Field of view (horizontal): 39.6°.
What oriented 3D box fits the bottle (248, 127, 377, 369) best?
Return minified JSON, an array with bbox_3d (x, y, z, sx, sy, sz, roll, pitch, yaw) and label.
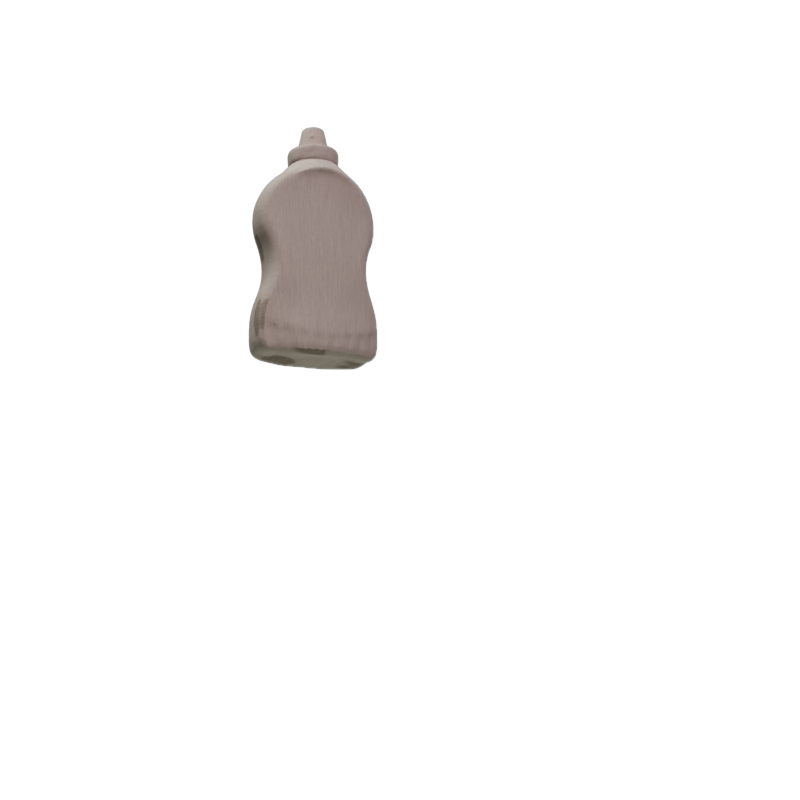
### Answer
[{"bbox_3d":[-0.068,-0.123,0.865,0.093,0.200,0.057,6,-20,-20],"label":"bottle"}]
